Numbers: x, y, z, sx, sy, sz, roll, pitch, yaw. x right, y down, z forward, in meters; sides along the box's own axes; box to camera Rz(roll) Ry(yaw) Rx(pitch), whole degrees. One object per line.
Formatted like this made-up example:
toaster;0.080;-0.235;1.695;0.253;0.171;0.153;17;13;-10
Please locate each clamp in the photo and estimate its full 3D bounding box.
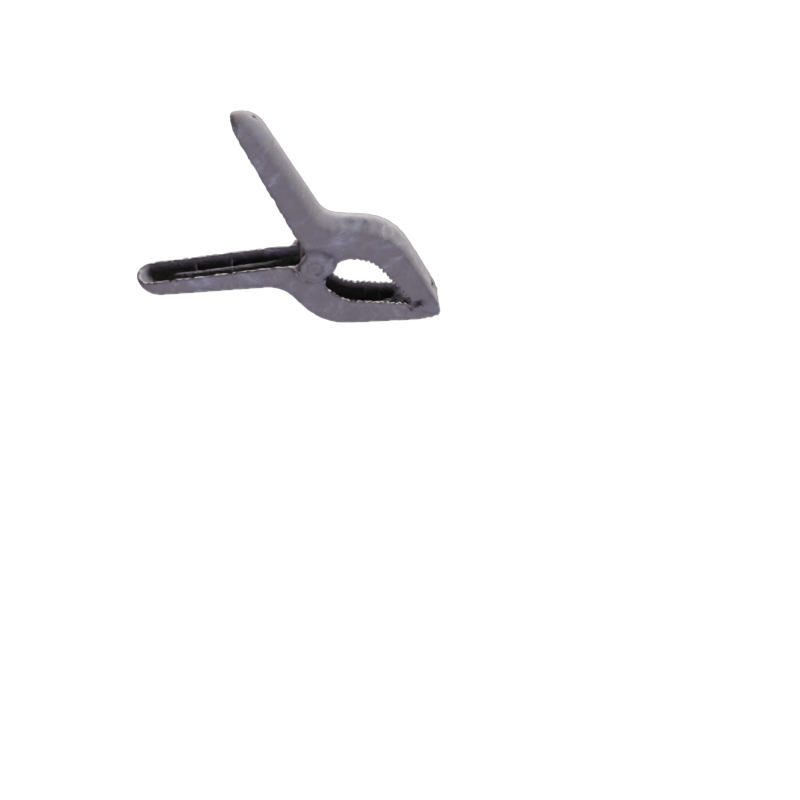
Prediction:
clamp;-0.060;-0.109;0.766;0.204;0.039;0.158;16;-47;-16
